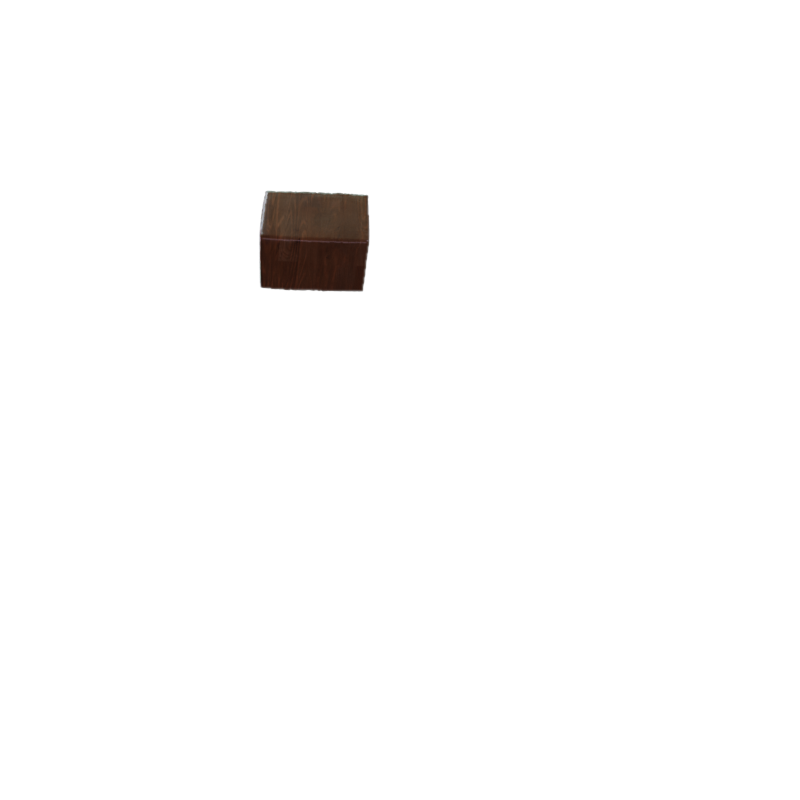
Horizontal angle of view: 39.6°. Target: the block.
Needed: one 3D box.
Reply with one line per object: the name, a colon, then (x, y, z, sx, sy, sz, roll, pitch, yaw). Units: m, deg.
block: (-0.063, -0.115, 0.803, 0.078, 0.055, 0.049, 2, -43, -4)
